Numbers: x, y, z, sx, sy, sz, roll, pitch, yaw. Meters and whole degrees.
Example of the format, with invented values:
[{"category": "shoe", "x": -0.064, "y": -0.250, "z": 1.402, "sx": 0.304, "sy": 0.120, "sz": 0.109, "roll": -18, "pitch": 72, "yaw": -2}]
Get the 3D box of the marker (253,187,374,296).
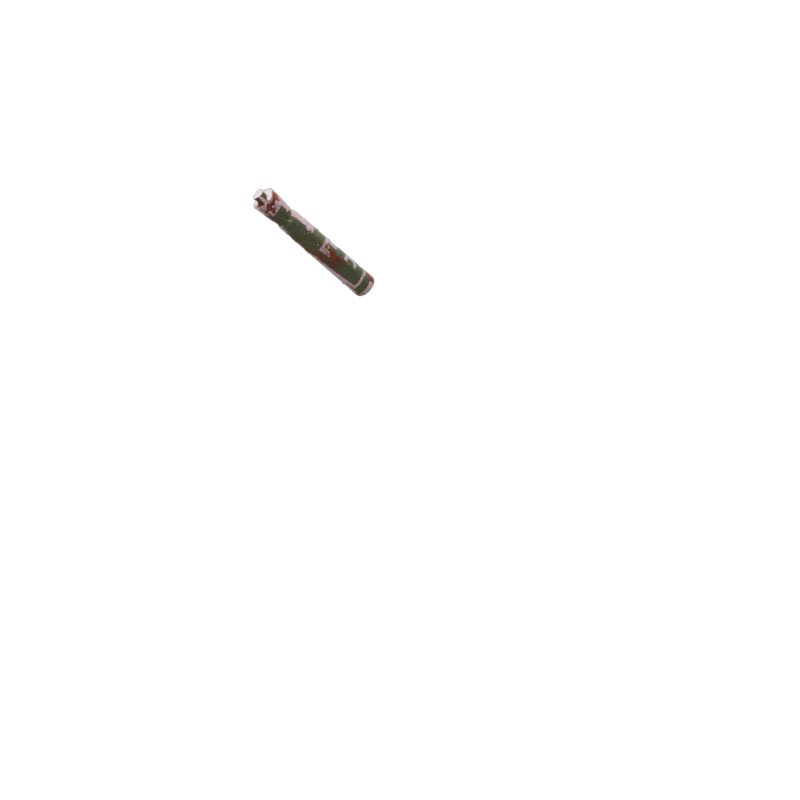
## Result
[{"category": "marker", "x": -0.064, "y": -0.117, "z": 0.823, "sx": 0.113, "sy": 0.020, "sz": 0.020, "roll": 39, "pitch": -20, "yaw": -31}]
